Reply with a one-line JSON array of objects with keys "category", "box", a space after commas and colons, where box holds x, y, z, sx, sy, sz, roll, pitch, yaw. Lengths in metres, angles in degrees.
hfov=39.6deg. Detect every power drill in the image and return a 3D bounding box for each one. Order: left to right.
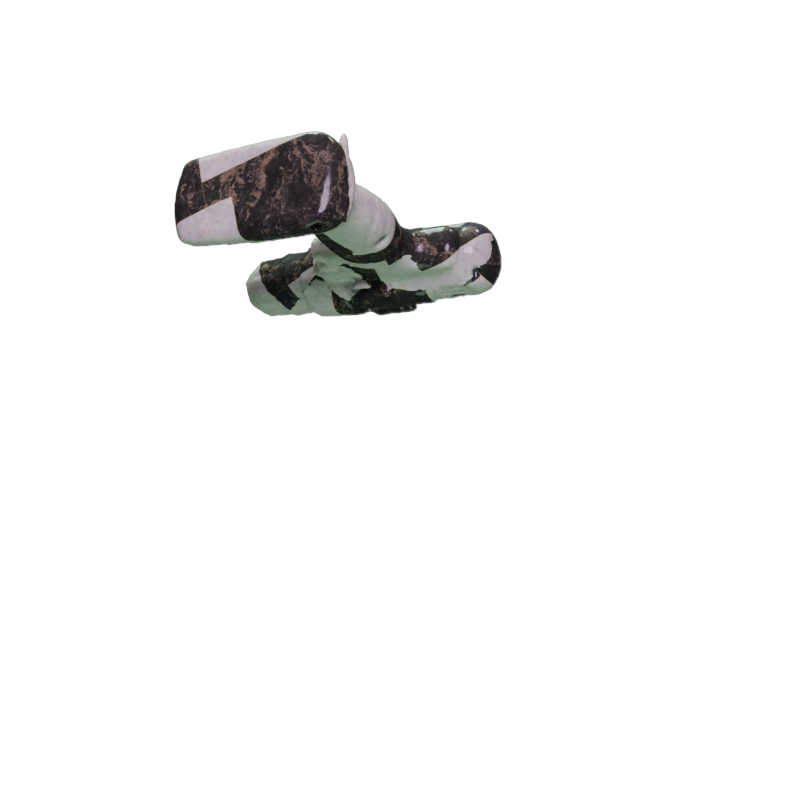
[{"category": "power drill", "box": [-0.053, -0.097, 0.682, 0.189, 0.060, 0.176, -7, -14, 28]}]
